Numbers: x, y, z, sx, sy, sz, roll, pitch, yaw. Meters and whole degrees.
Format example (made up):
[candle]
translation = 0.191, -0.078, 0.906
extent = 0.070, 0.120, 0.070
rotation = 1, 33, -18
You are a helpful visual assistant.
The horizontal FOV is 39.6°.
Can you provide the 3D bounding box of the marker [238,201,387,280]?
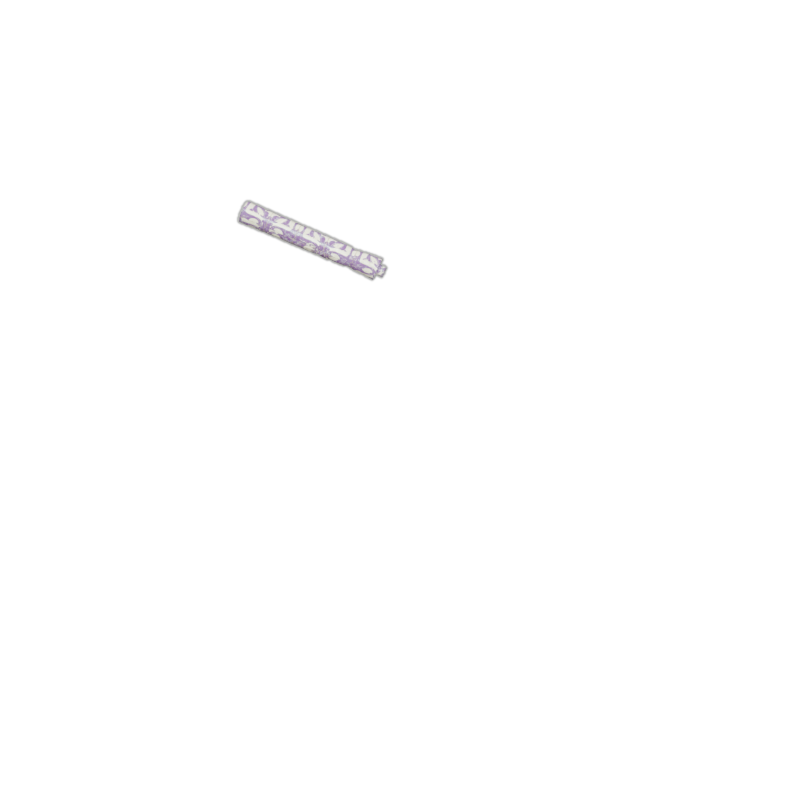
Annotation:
[marker]
translation = -0.067, -0.123, 0.859
extent = 0.123, 0.020, 0.020
rotation = 24, 6, 7
